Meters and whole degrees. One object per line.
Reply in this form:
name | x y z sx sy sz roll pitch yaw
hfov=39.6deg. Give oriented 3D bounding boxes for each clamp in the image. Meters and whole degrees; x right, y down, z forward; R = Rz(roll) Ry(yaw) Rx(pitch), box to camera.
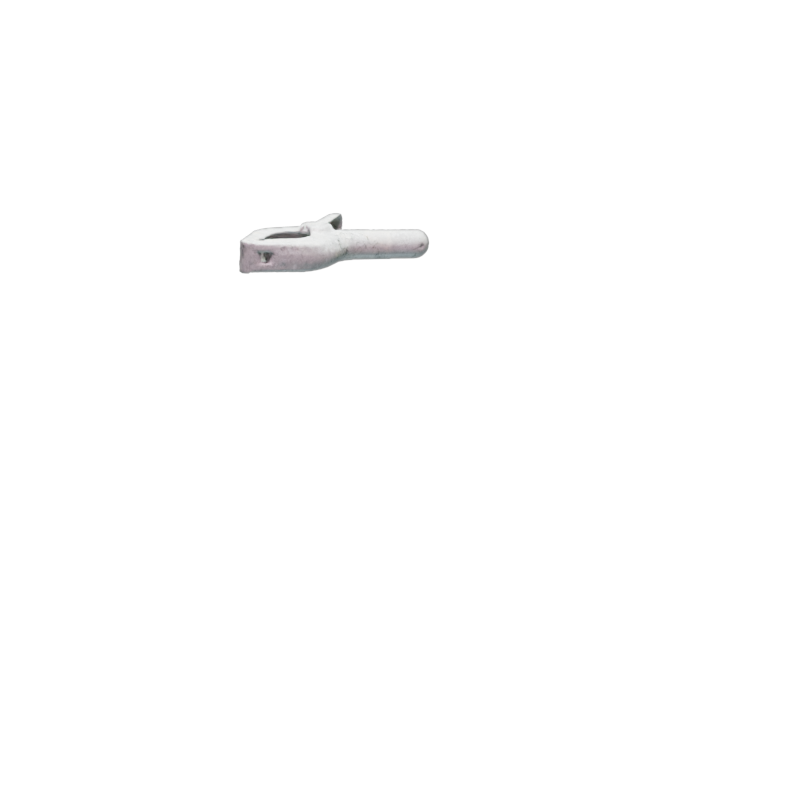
clamp | -0.075 -0.136 0.953 0.166 0.038 0.126 -9 16 -36
